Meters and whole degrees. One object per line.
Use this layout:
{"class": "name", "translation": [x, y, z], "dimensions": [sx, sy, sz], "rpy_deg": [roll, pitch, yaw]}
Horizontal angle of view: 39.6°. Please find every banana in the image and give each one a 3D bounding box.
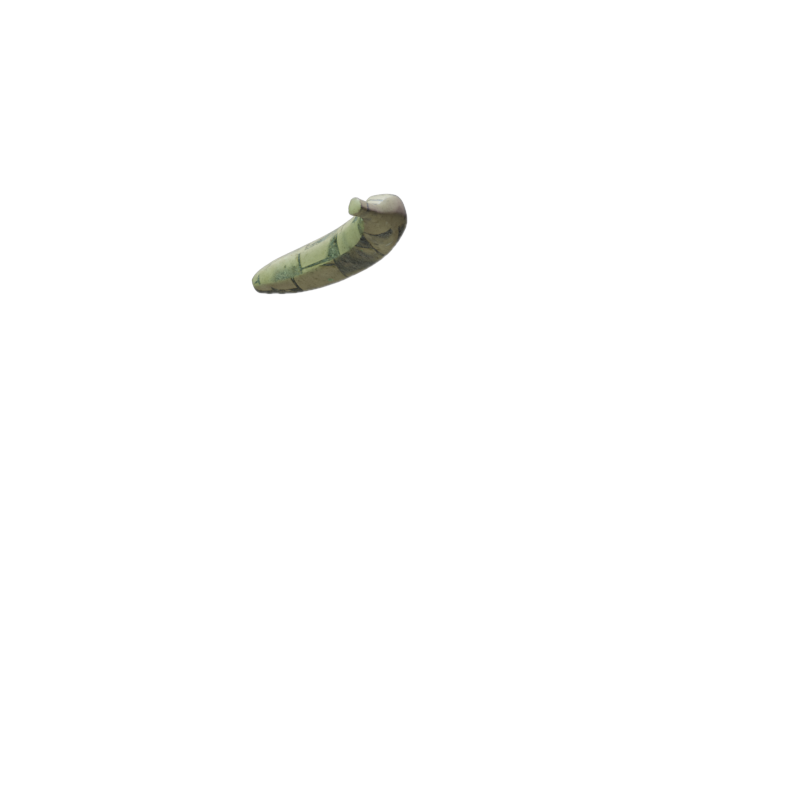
{"class": "banana", "translation": [-0.046, -0.116, 0.822], "dimensions": [0.067, 0.038, 0.197], "rpy_deg": [7, -16, -26]}
